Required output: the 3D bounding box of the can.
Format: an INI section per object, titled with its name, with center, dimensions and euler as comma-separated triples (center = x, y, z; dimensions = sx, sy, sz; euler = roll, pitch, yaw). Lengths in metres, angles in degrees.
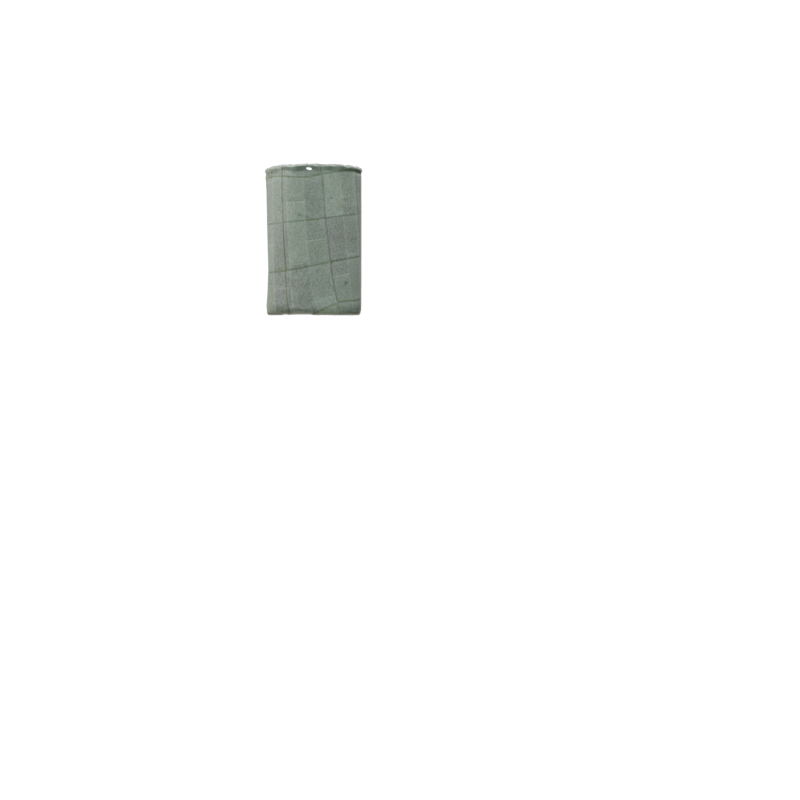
[can]
center = -0.060, -0.110, 0.772
dimensions = 0.068, 0.103, 0.068
euler = 0, -1, -2
